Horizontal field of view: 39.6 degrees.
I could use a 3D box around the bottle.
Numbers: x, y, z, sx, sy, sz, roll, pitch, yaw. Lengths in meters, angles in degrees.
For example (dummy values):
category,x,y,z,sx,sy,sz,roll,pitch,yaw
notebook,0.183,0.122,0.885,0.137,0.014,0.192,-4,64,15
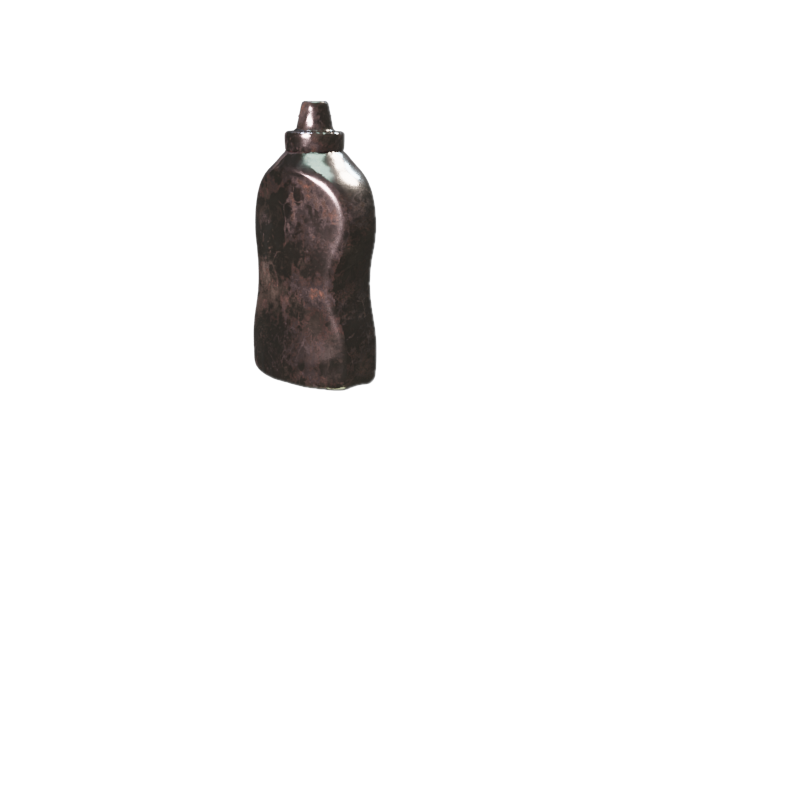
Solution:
category,x,y,z,sx,sy,sz,roll,pitch,yaw
bottle,-0.059,-0.109,0.762,0.057,0.188,0.101,-7,12,-43
